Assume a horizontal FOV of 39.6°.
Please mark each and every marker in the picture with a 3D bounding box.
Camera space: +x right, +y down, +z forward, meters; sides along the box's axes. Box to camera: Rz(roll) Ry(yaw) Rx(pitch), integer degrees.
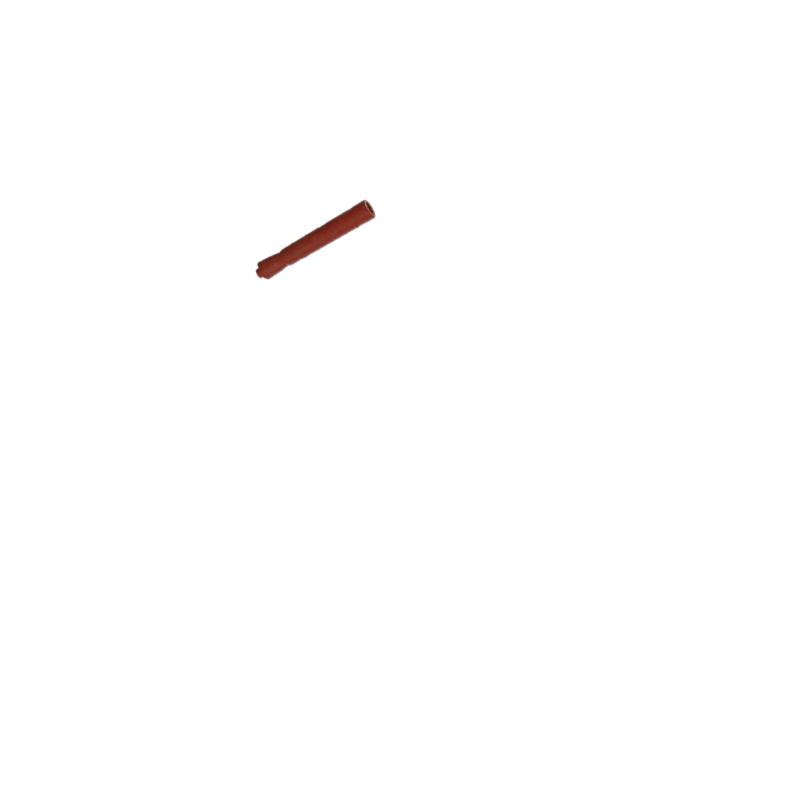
[{"bbox_3d":[-0.077,-0.141,0.987,0.121,0.020,0.019,-28,-5,17],"label":"marker"}]
